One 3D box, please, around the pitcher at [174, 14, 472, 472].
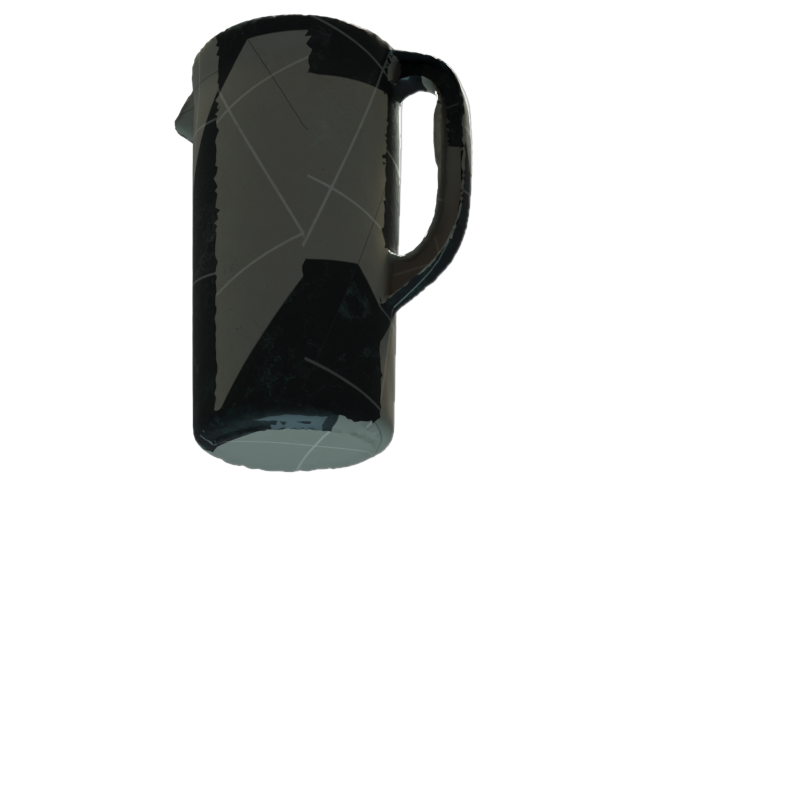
[{"bbox_3d":[-0.050,-0.091,0.635,0.140,0.256,0.147,10,-25,-25],"label":"pitcher"}]
